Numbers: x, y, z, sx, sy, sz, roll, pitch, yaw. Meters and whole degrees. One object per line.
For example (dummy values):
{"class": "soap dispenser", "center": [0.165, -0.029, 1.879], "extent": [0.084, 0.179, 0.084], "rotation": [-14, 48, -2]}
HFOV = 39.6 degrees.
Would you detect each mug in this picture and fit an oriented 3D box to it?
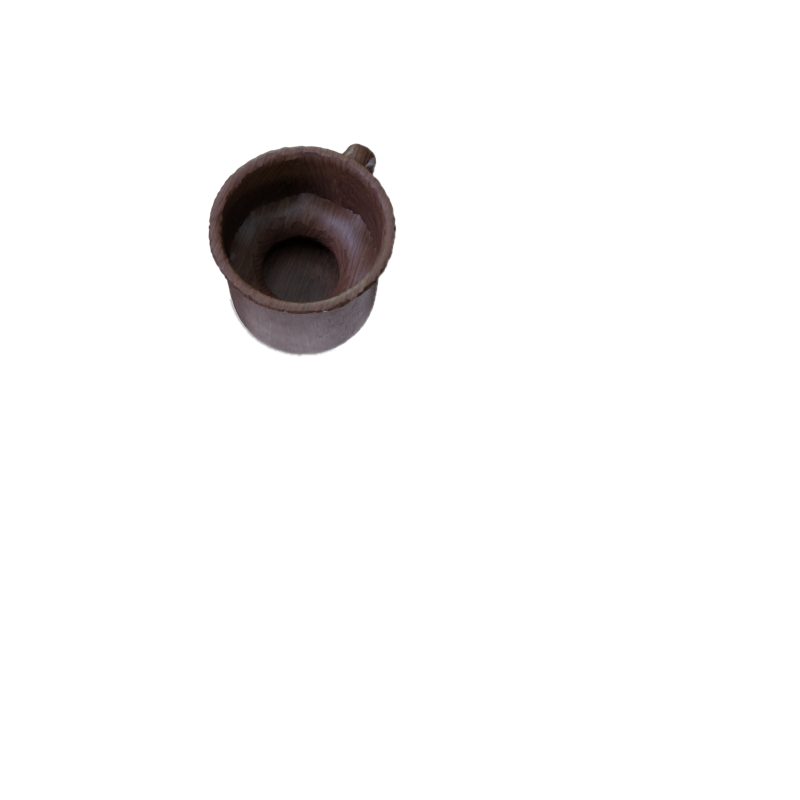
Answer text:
{"class": "mug", "center": [-0.046, -0.084, 0.589], "extent": [0.095, 0.121, 0.077], "rotation": [25, -21, 8]}
